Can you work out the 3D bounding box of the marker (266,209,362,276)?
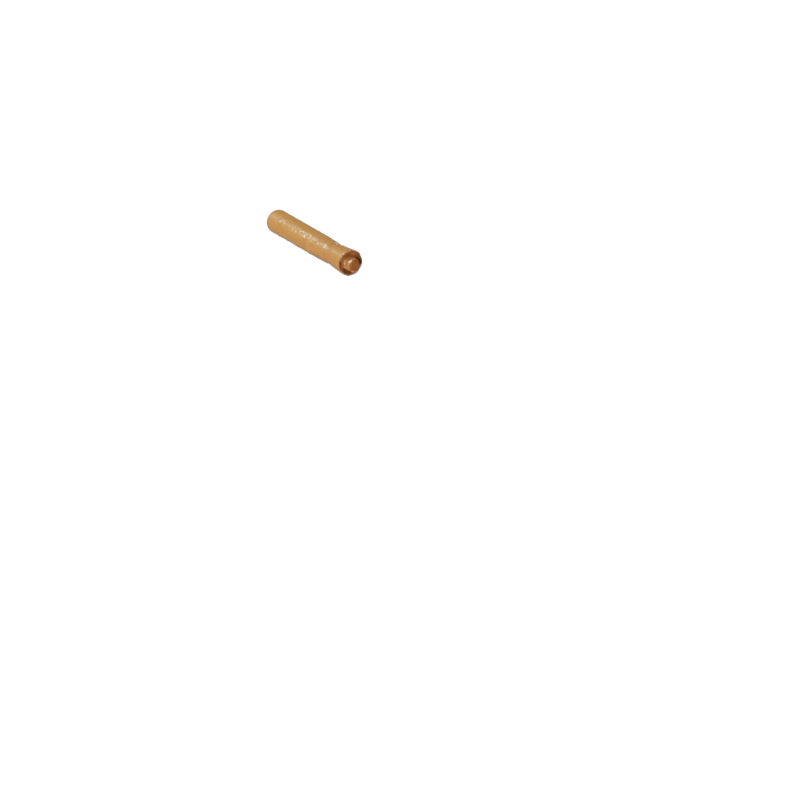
[{"bbox_3d":[-0.063,-0.115,0.809,0.019,0.019,0.129,-3,23,-31],"label":"marker"}]
